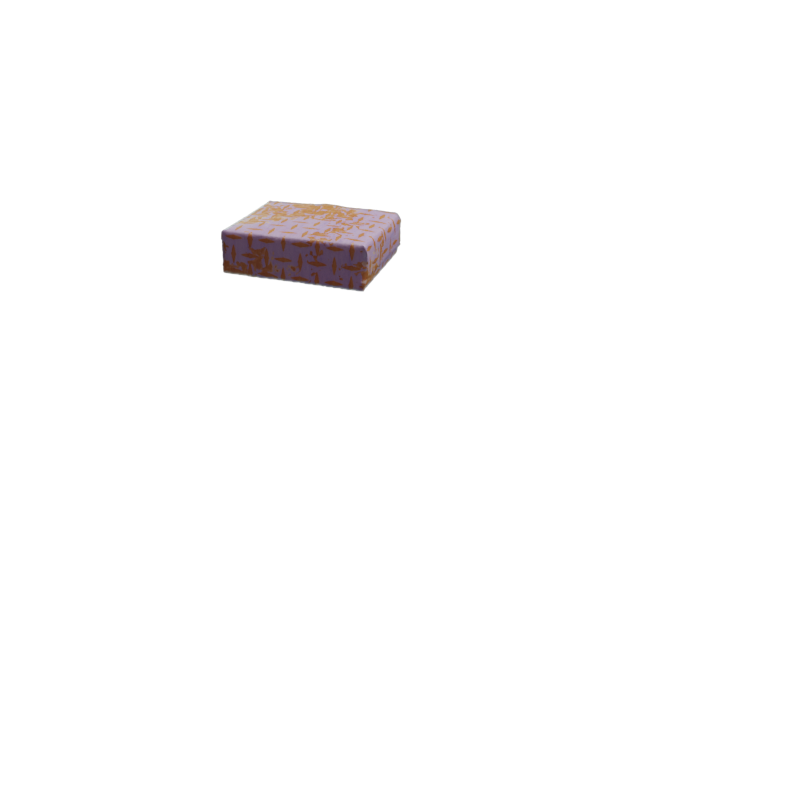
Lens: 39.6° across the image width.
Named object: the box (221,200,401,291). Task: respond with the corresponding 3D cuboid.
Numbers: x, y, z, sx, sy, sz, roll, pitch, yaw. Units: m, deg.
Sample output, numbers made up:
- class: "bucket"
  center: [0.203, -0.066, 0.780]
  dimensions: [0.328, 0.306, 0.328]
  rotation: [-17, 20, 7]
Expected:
- class: "box"
  center: [-0.052, -0.094, 0.661]
  dimensions: [0.092, 0.029, 0.074]
  rotation: [8, 24, 17]
